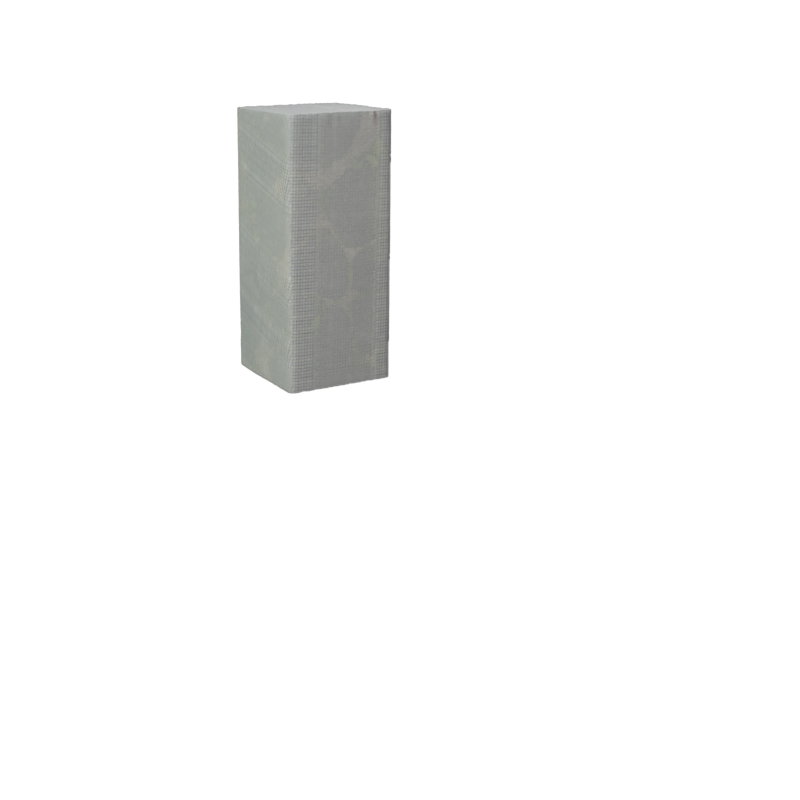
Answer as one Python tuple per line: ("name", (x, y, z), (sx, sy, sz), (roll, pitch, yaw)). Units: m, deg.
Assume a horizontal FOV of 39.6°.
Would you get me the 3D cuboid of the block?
("block", (-0.067, -0.121, 0.852), (0.088, 0.200, 0.095), (-7, 14, -30))
